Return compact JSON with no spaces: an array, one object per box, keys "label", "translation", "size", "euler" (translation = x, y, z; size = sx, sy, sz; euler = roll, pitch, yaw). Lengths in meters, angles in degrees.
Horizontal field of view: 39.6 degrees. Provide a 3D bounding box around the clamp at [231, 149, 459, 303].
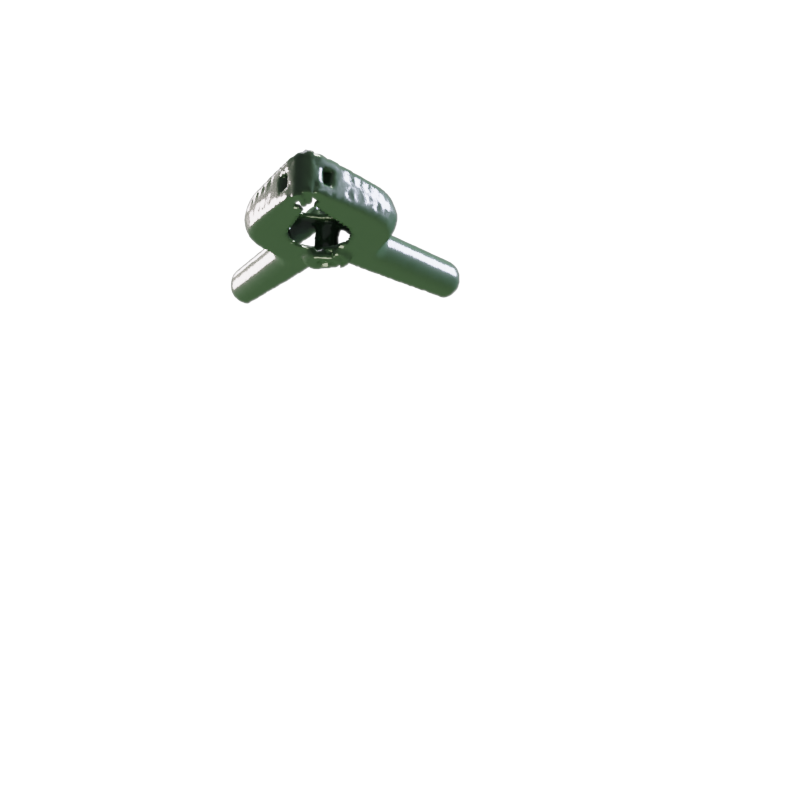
[{"label":"clamp","translation":[-0.057,-0.104,0.725],"size":[0.167,0.038,0.198],"euler":[-3,-15,13]}]
